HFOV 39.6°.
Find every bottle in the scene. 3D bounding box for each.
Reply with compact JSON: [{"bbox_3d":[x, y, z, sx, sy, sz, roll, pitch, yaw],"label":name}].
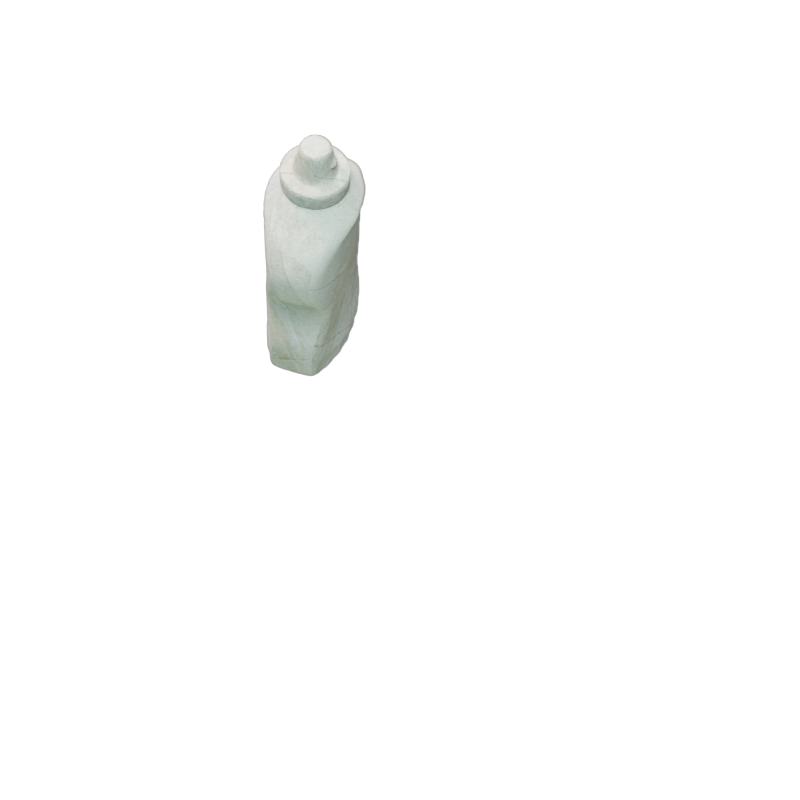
[{"bbox_3d":[-0.054,-0.098,0.689,0.059,0.100,0.180,17,-28,5],"label":"bottle"}]
